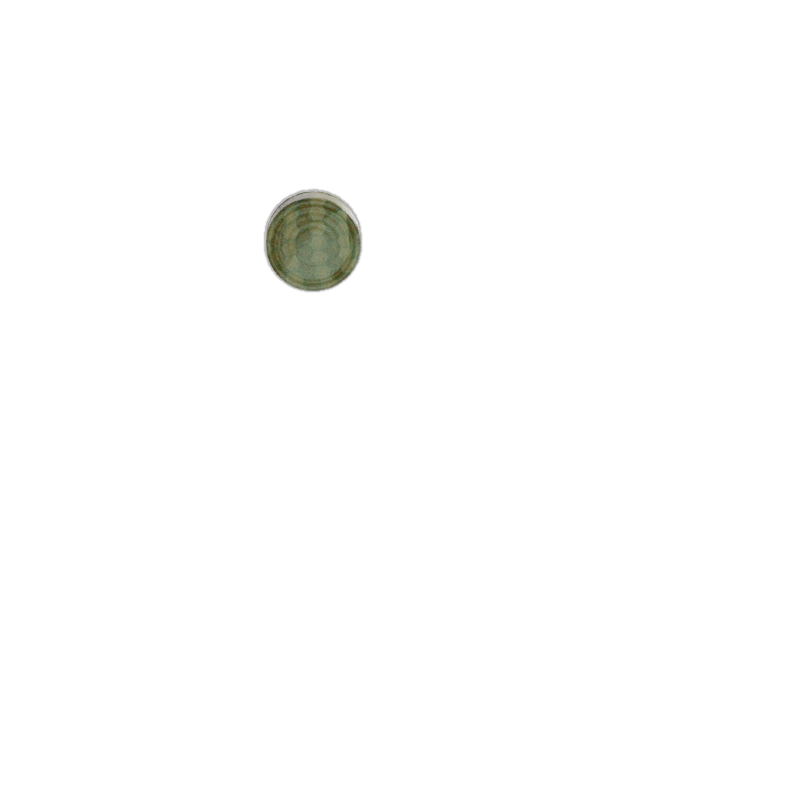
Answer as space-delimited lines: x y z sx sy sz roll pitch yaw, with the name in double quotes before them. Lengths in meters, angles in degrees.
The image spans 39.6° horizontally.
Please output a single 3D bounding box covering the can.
"can" -0.077 -0.140 0.978 0.086 0.083 0.035 0 15 -1
